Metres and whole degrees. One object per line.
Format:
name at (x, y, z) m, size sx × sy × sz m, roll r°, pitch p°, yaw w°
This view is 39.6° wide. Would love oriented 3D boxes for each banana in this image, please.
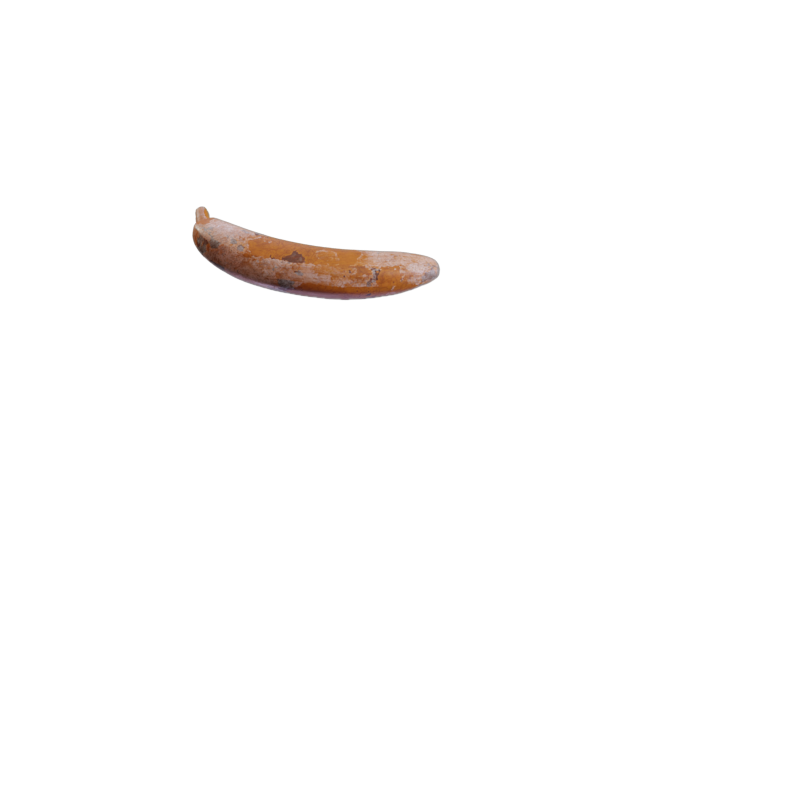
banana at (-0.073, -0.105, 0.805) m, size 0.204 × 0.034 × 0.072 m, roll 16°, pitch 47°, yaw 15°
